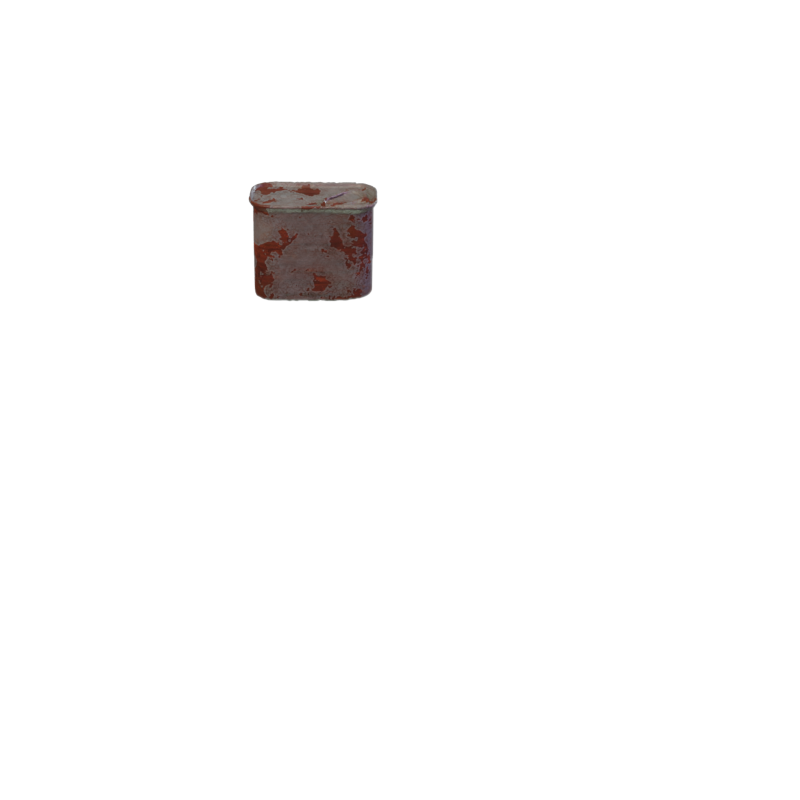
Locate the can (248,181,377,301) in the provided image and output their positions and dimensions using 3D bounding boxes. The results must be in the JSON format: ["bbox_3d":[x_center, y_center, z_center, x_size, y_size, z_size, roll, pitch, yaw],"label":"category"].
[{"bbox_3d":[-0.070,-0.128,0.898,0.102,0.079,0.061,1,26,0],"label":"can"}]
